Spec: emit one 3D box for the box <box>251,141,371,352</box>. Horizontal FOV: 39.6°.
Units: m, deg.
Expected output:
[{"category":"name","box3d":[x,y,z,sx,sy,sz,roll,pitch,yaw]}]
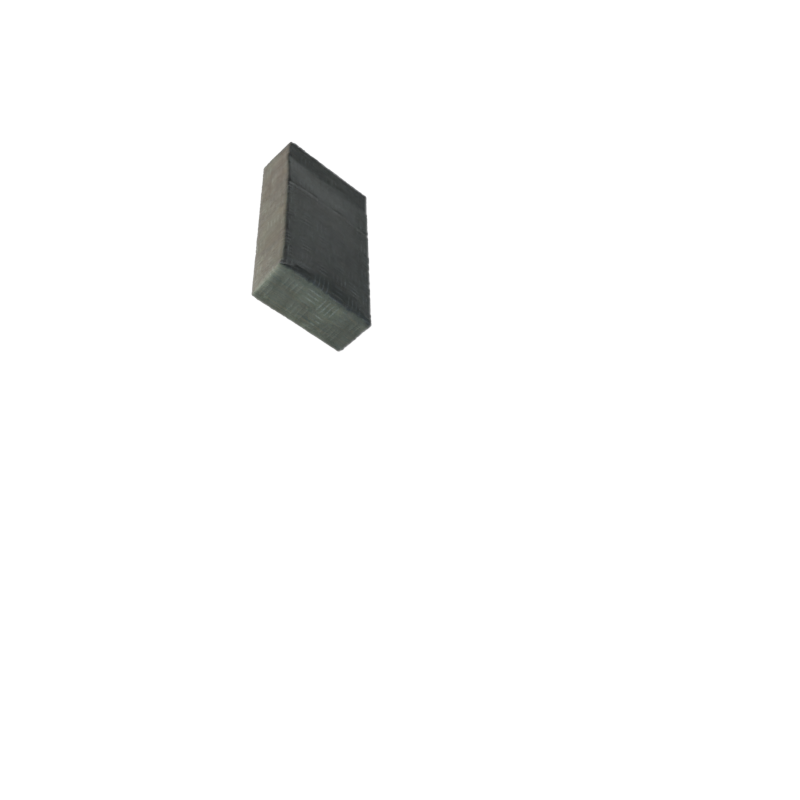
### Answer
[{"category":"box","box3d":[-0.072,-0.130,0.916,0.088,0.189,0.047,33,-60,-27]}]
